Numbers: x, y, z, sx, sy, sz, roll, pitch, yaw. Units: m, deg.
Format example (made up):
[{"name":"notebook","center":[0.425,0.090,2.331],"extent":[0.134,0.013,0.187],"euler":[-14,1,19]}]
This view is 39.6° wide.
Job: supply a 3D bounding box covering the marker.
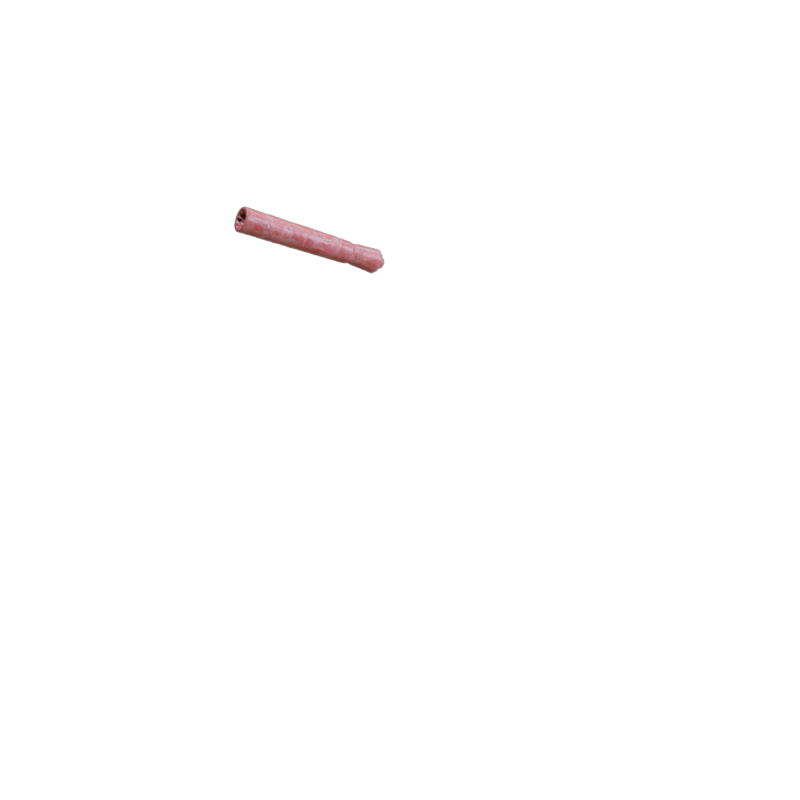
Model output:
[{"name":"marker","center":[-0.062,-0.114,0.798],"extent":[0.115,0.020,0.020],"euler":[14,-4,-30]}]
